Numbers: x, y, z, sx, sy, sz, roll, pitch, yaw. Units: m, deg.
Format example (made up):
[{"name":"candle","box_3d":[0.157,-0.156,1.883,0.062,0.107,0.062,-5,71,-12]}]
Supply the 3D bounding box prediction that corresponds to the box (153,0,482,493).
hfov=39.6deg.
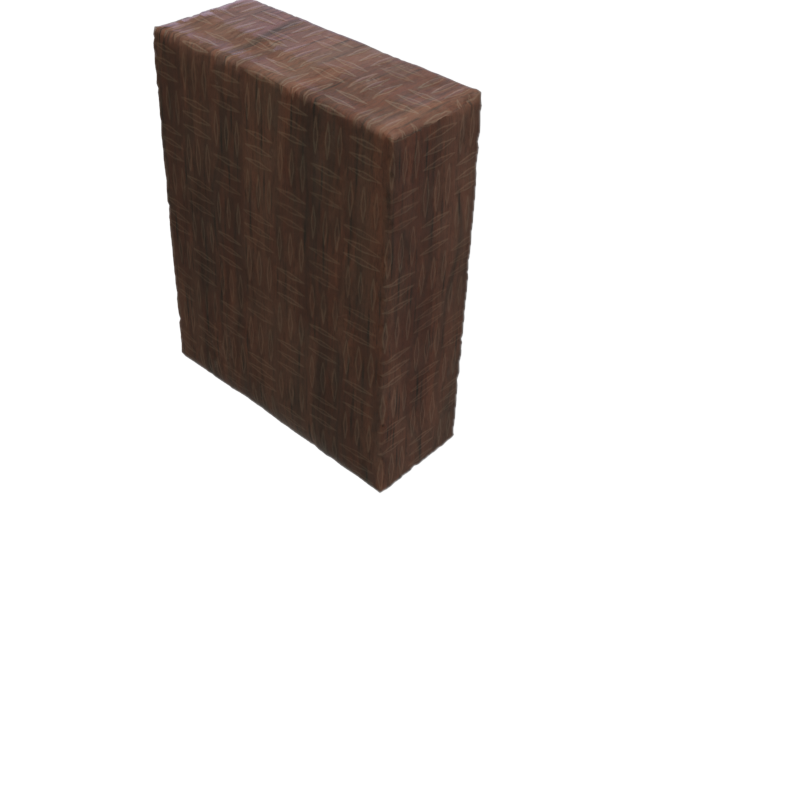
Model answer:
[{"name":"box","box_3d":[-0.045,-0.083,0.580,0.175,0.200,0.072,32,46,33]}]
